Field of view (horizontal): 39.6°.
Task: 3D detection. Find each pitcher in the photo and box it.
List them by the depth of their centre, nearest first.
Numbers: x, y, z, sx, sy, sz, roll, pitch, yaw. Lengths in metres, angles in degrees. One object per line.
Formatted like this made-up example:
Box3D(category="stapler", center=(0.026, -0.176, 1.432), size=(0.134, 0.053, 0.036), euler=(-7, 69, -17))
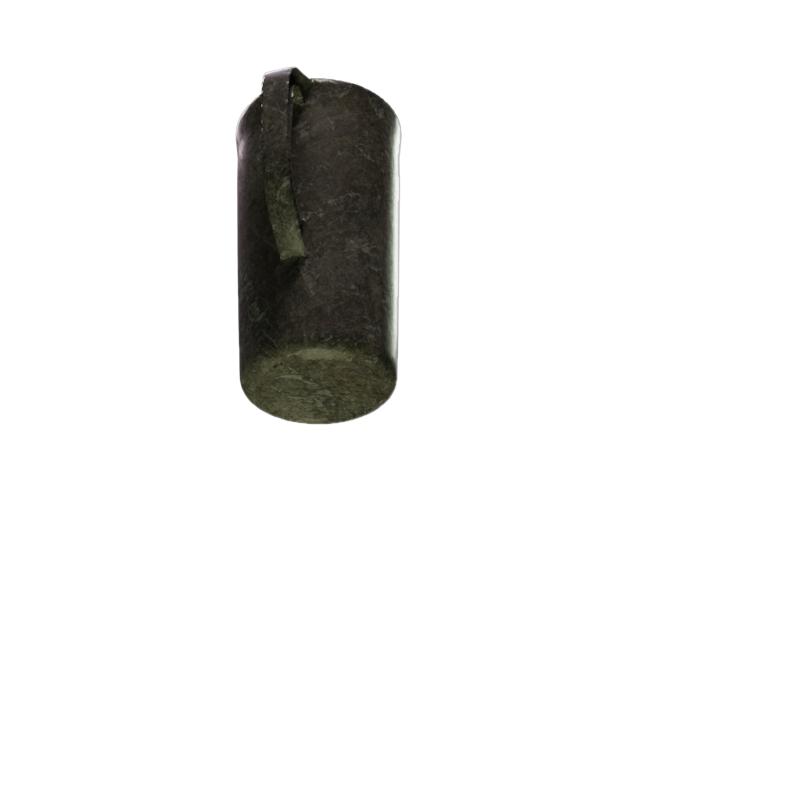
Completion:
Box3D(category="pitcher", center=(-0.064, -0.116, 0.814), size=(0.143, 0.260, 0.141), euler=(17, -39, -26))
